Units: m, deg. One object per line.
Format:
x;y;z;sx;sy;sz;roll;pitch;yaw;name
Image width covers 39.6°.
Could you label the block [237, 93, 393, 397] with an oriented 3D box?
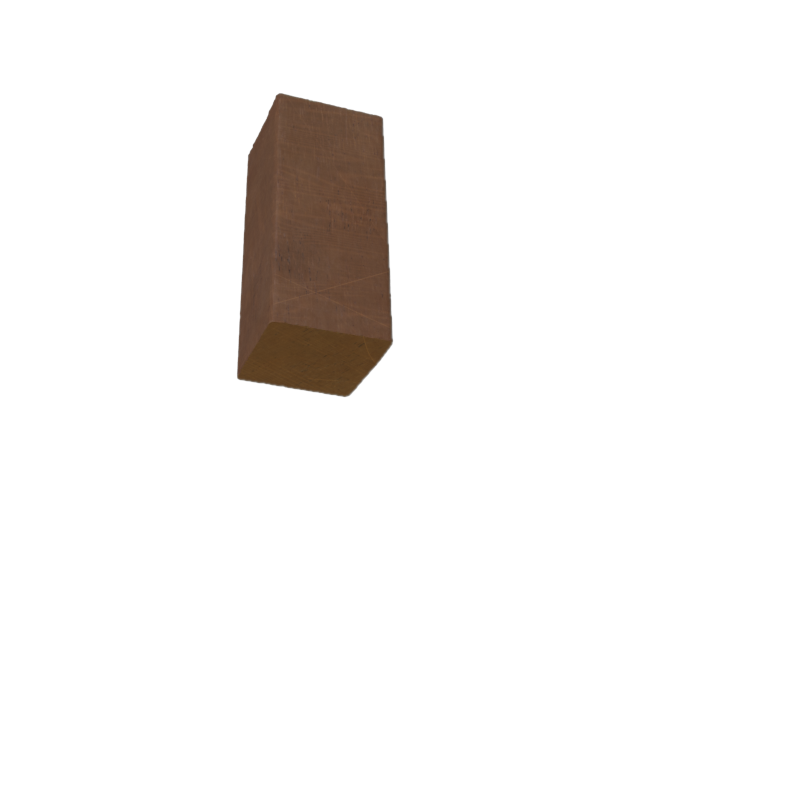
-0.066;-0.119;0.839;0.088;0.220;0.087;10;-34;-19;block
